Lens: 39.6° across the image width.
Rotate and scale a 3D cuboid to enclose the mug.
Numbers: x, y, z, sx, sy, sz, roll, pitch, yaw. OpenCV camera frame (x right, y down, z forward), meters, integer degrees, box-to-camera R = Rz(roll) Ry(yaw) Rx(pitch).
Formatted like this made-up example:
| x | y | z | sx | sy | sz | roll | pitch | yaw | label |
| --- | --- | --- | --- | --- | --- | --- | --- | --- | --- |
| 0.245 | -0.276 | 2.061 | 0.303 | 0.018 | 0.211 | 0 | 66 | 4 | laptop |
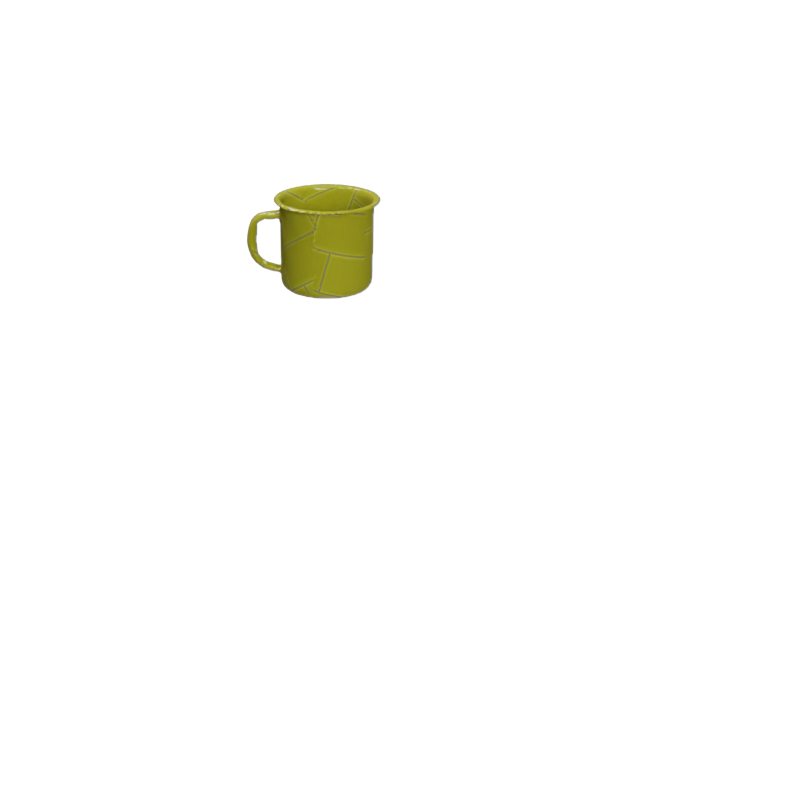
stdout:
| x | y | z | sx | sy | sz | roll | pitch | yaw | label |
| --- | --- | --- | --- | --- | --- | --- | --- | --- | --- |
| -0.077 | -0.140 | 0.980 | 0.117 | 0.078 | 0.098 | -1 | 23 | -4 | mug |
